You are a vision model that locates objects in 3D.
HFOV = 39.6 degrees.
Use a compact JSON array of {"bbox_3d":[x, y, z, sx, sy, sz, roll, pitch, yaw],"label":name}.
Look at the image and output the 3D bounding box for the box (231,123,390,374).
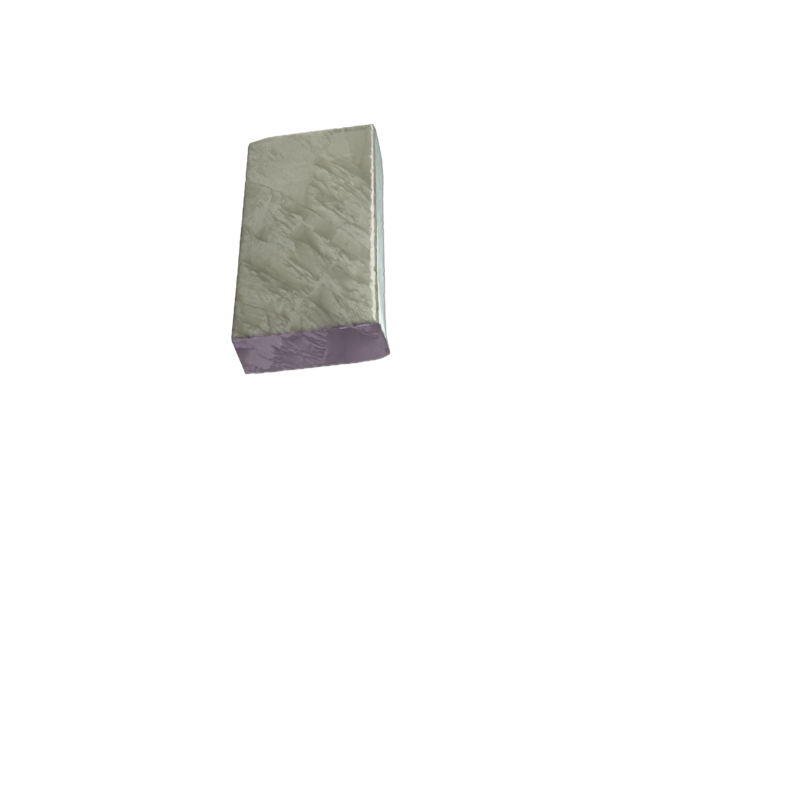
[{"bbox_3d":[-0.057,-0.104,0.726,0.094,0.189,0.044,-8,-37,7],"label":"box"}]
